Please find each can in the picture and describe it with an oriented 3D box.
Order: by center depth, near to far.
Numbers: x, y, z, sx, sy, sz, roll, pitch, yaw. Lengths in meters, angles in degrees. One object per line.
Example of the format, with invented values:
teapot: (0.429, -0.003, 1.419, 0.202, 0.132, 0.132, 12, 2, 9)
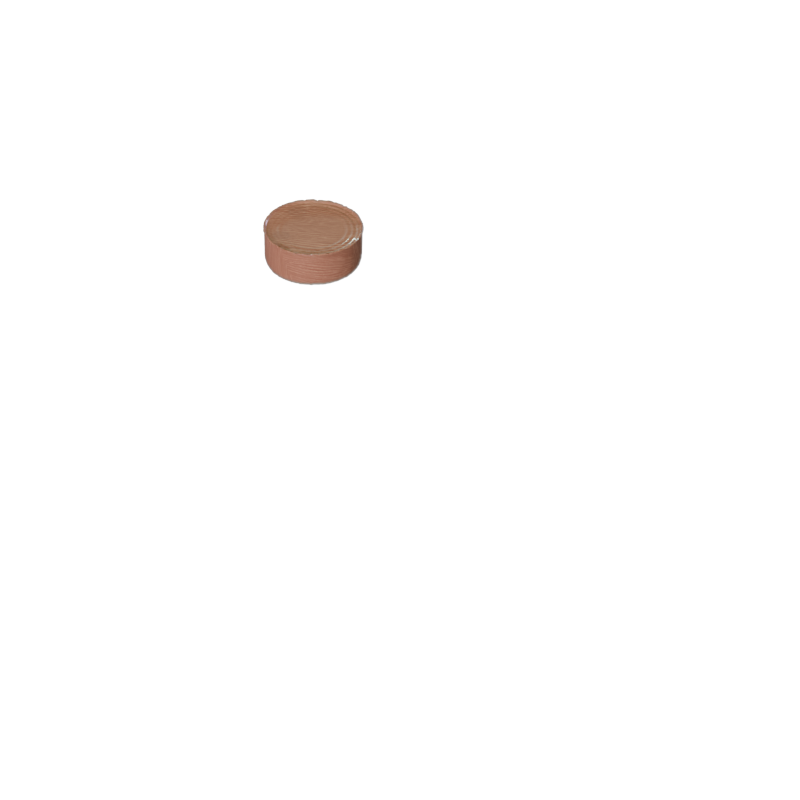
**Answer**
can: (-0.075, -0.136, 0.955, 0.086, 0.031, 0.092, -1, 39, -2)
